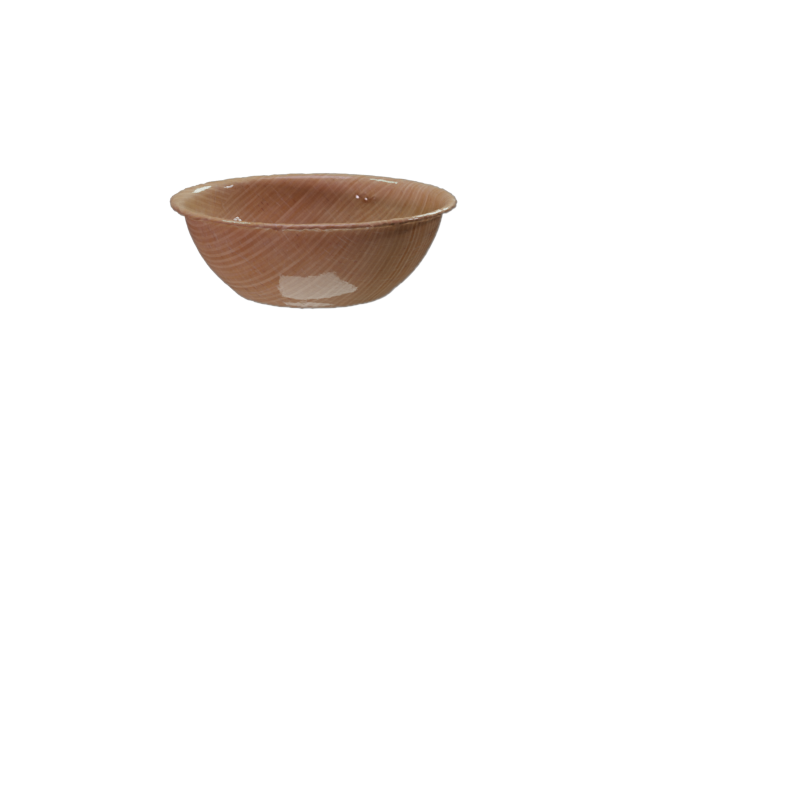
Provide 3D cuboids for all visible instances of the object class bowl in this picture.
[{"bbox_3d":[-0.049,-0.090,0.632,0.162,0.053,0.168,-1,19,-2],"label":"bowl"}]
